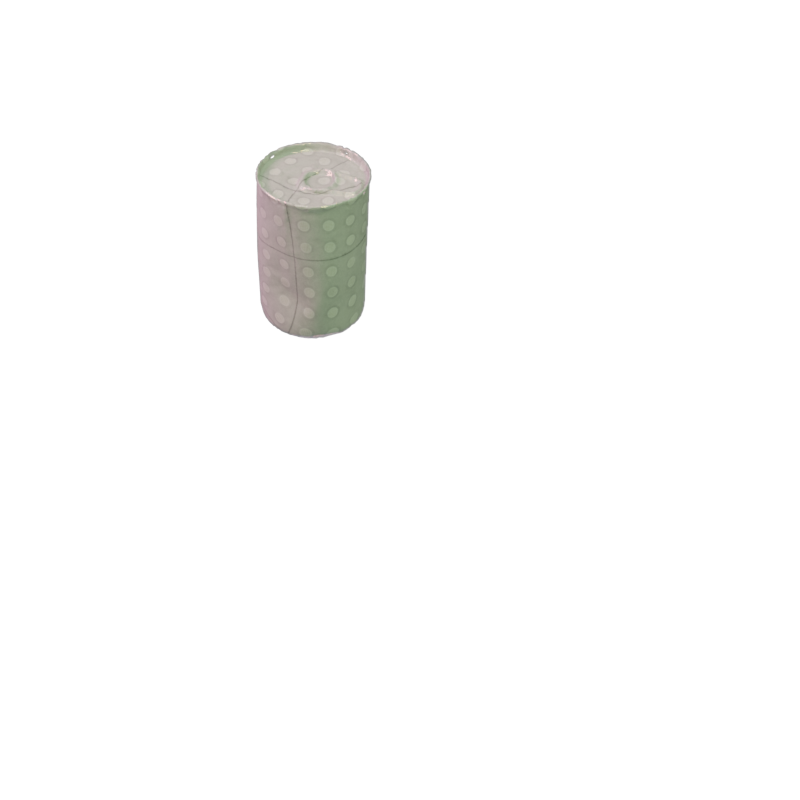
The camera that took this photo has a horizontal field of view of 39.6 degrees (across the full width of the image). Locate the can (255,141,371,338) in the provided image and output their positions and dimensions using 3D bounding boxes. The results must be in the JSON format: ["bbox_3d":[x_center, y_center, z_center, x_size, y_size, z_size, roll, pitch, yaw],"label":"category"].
[{"bbox_3d":[-0.053,-0.097,0.677,0.068,0.095,0.073,0,41,-3],"label":"can"}]
